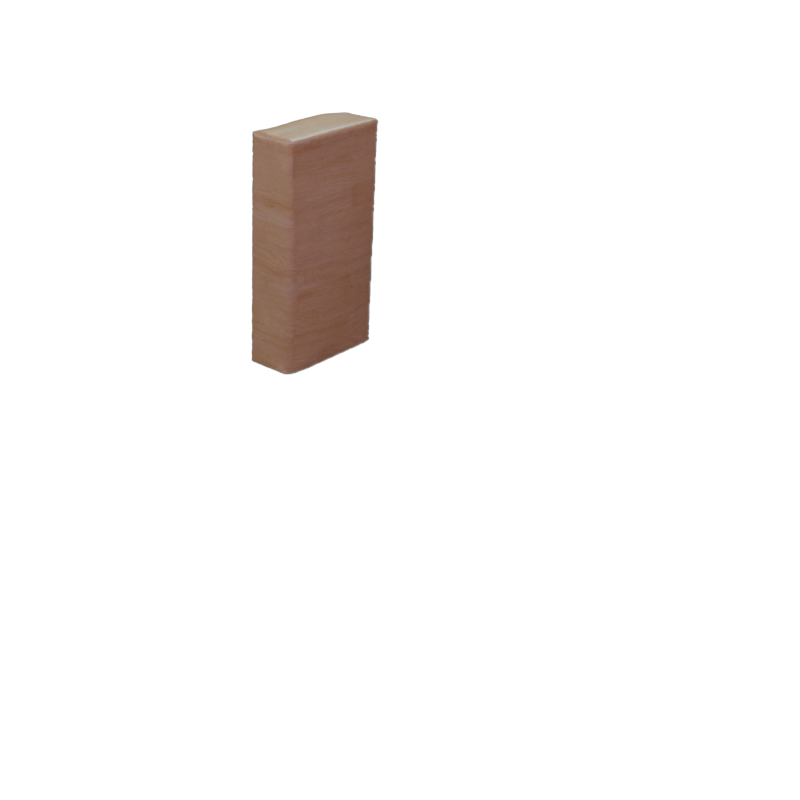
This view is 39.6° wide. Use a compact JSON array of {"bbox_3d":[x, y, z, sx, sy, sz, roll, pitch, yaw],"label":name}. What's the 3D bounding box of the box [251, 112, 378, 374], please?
[{"bbox_3d":[-0.063,-0.115,0.803,0.051,0.169,0.092,17,26,37],"label":"box"}]
